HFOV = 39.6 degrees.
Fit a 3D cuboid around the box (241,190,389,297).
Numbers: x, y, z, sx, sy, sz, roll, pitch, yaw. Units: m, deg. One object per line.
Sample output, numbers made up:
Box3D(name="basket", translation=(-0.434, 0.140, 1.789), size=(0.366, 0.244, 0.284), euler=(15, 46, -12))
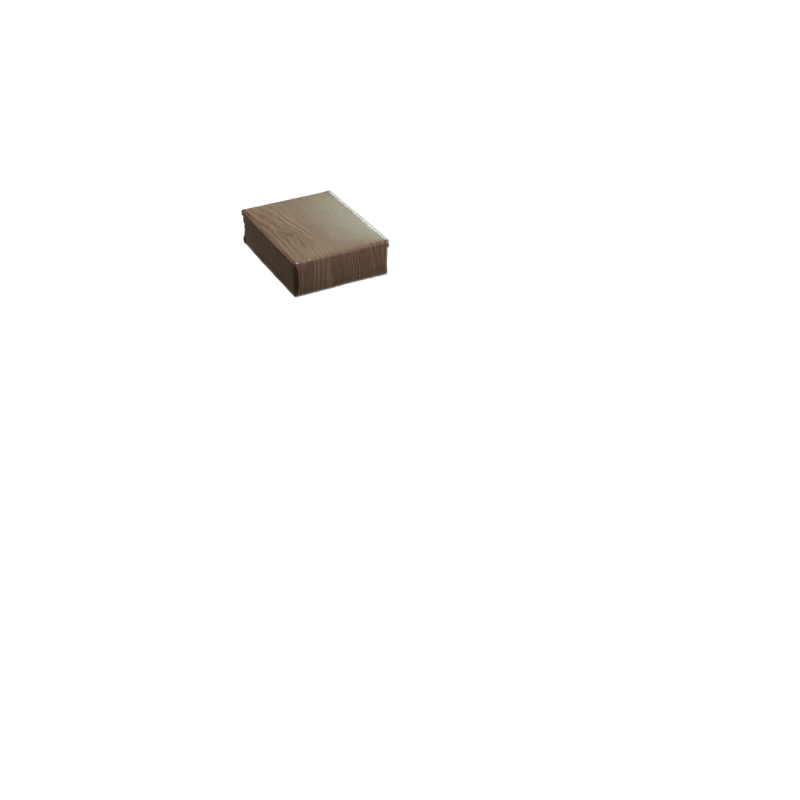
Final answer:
Box3D(name="box", translation=(-0.075, -0.137, 0.963), size=(0.088, 0.037, 0.122), euler=(-16, 35, -24))
